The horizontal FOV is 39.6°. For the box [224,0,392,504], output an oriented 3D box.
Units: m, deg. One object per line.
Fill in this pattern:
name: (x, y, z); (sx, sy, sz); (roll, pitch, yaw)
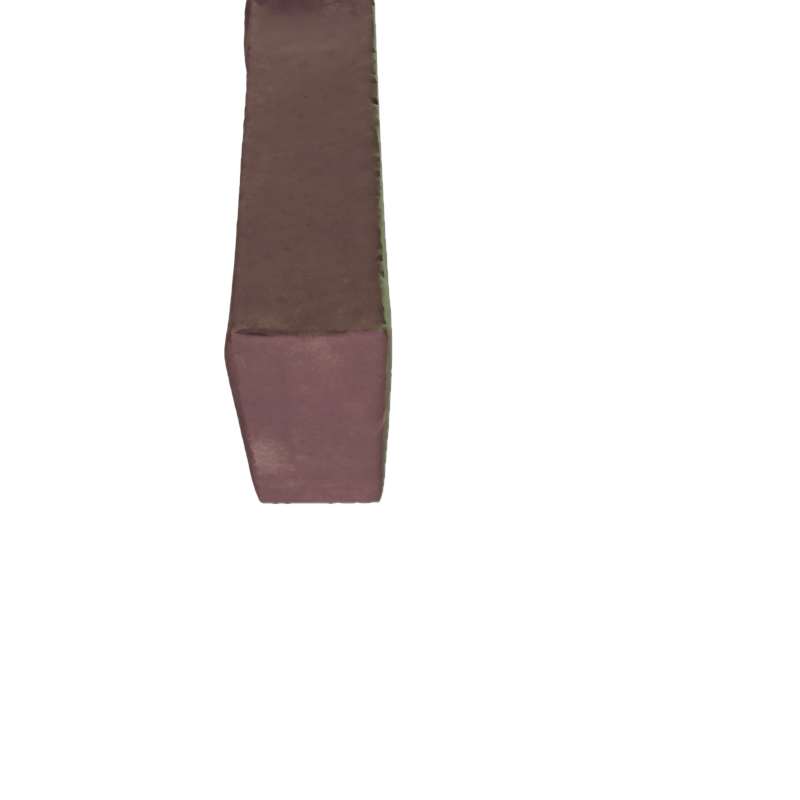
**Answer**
box: (-0.043, -0.079, 0.556); (0.072, 0.229, 0.153); (-2, -33, -2)
